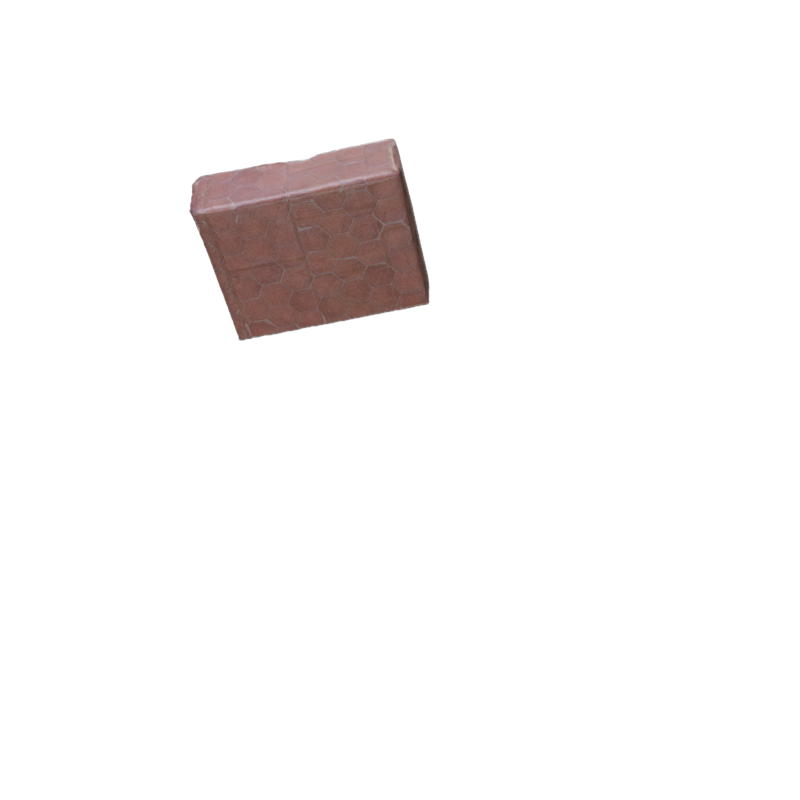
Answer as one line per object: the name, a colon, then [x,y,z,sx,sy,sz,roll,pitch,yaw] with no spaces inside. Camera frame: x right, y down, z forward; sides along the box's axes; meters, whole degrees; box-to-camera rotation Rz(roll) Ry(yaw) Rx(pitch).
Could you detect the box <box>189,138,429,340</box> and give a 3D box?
box: [-0.037,-0.068,0.476,0.090,0.068,0.032,-10,41,8]
